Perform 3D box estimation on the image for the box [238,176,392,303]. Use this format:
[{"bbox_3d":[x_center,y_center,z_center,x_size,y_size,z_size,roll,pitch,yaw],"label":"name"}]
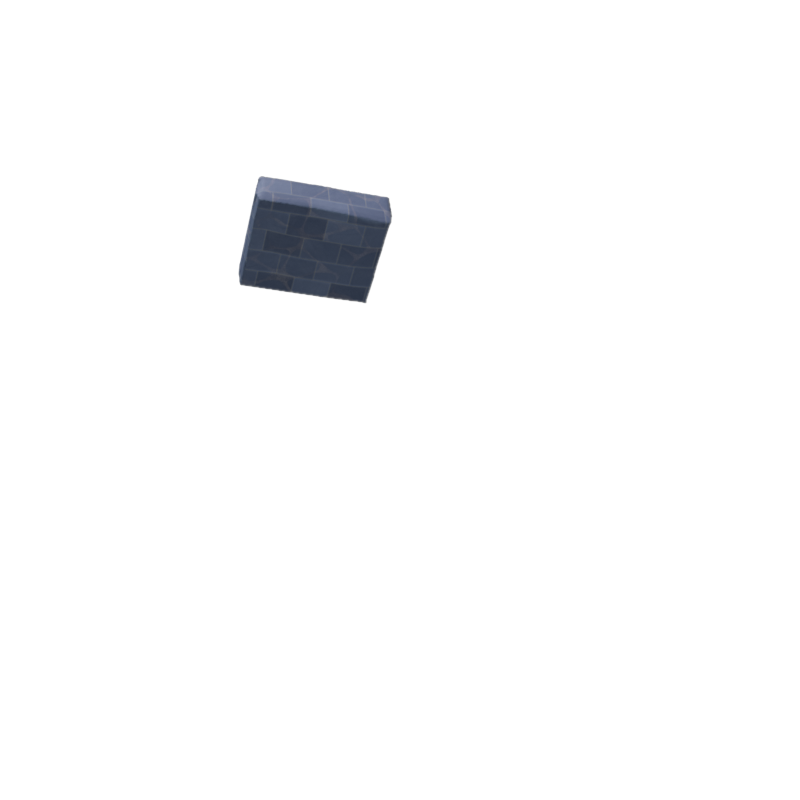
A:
[{"bbox_3d":[-0.072,-0.131,0.919,0.112,0.085,0.042,10,38,-9],"label":"box"}]
